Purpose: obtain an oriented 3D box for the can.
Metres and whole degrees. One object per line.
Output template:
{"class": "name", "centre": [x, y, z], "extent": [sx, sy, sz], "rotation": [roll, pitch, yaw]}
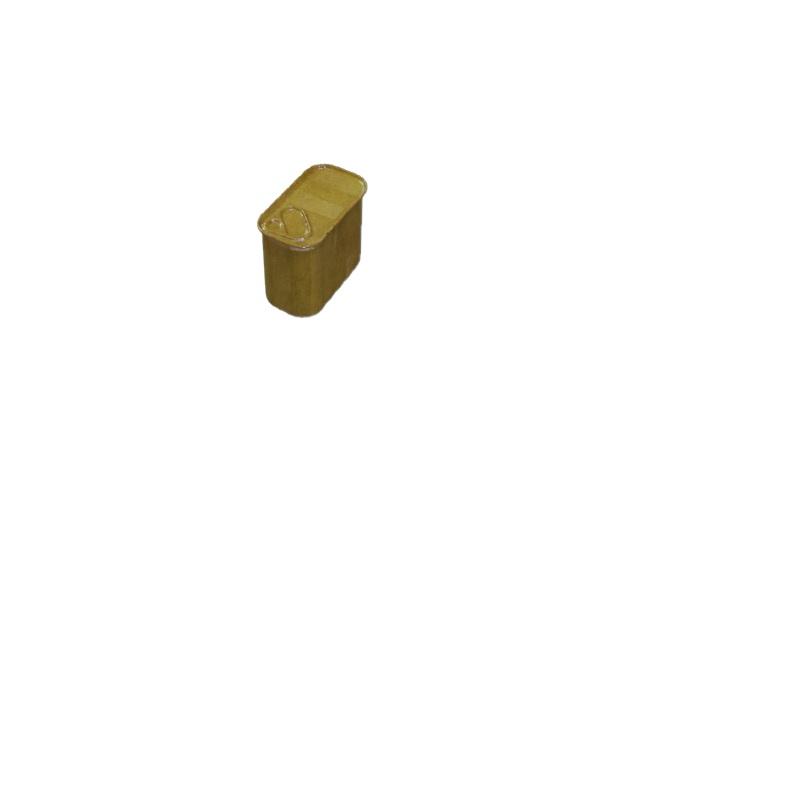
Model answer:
{"class": "can", "centre": [-0.071, -0.130, 0.910], "extent": [0.060, 0.078, 0.105], "rotation": [23, 50, 18]}
